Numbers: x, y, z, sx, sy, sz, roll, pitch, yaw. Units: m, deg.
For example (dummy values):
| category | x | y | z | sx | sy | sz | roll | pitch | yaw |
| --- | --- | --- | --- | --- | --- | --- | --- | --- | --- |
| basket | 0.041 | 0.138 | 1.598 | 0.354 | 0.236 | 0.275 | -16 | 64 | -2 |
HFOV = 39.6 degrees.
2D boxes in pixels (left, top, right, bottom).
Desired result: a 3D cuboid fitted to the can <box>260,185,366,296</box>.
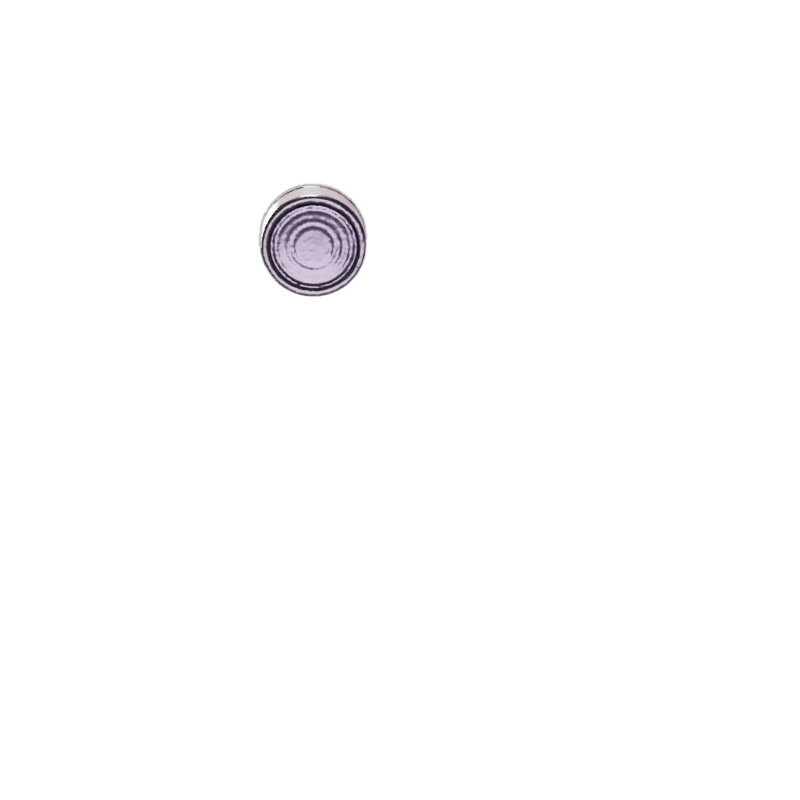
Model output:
| category | x | y | z | sx | sy | sz | roll | pitch | yaw |
| --- | --- | --- | --- | --- | --- | --- | --- | --- | --- |
| can | -0.069 | -0.127 | 0.888 | 0.086 | 0.082 | 0.035 | 0 | 18 | -1 |
